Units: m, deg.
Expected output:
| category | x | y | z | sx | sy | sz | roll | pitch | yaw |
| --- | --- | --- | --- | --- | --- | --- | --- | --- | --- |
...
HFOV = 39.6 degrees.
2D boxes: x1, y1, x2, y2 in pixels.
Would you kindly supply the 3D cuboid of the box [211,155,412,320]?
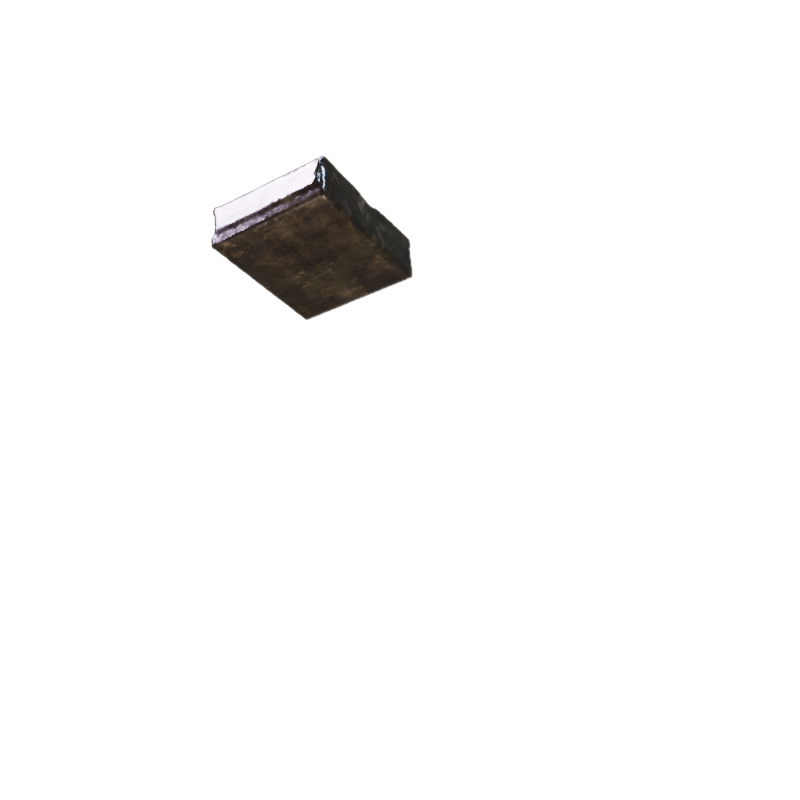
| category | x | y | z | sx | sy | sz | roll | pitch | yaw |
| --- | --- | --- | --- | --- | --- | --- | --- | --- | --- |
| box | -0.047 | -0.086 | 0.602 | 0.073 | 0.032 | 0.083 | -21 | -39 | 28 |
